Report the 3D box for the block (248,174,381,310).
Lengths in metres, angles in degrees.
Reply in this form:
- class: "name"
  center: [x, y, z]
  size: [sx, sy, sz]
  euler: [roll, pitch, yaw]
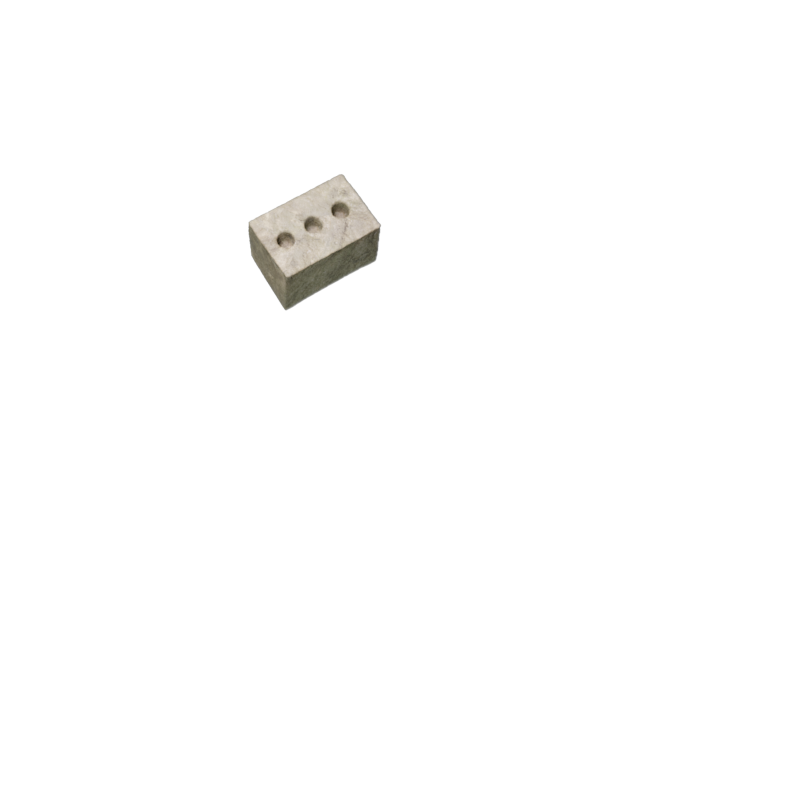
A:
- class: "block"
  center: [-0.061, -0.111, 0.775]
  size: [0.078, 0.056, 0.048]
  euler: [-31, -20, -14]
